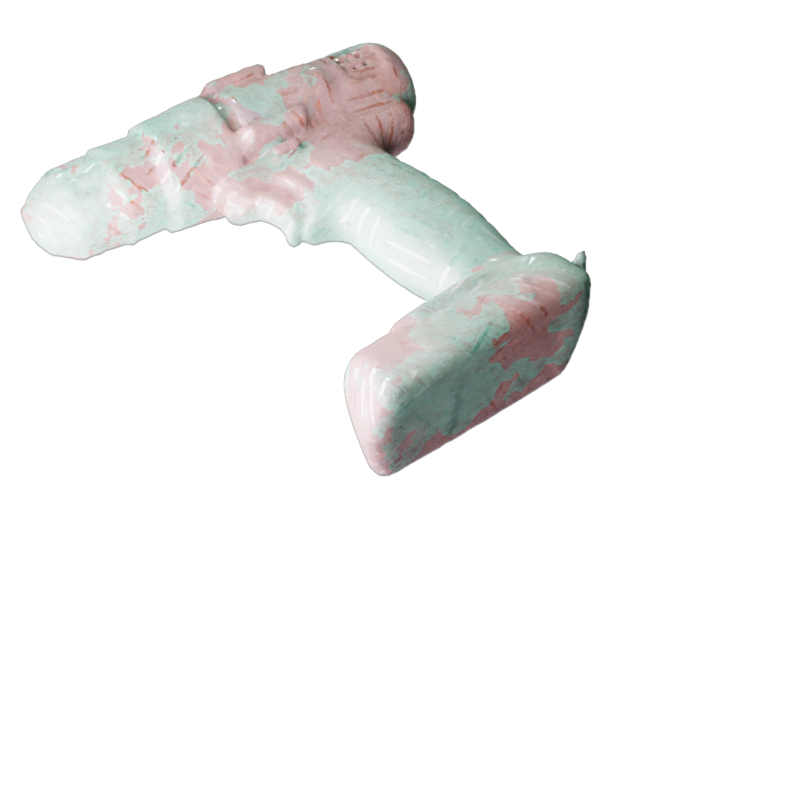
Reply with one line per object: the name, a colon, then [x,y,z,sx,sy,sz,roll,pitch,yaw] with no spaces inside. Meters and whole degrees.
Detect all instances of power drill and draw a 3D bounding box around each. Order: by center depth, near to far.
power drill: [-0.035,-0.063,0.441,0.184,0.201,0.053,-28,-33,-21]
